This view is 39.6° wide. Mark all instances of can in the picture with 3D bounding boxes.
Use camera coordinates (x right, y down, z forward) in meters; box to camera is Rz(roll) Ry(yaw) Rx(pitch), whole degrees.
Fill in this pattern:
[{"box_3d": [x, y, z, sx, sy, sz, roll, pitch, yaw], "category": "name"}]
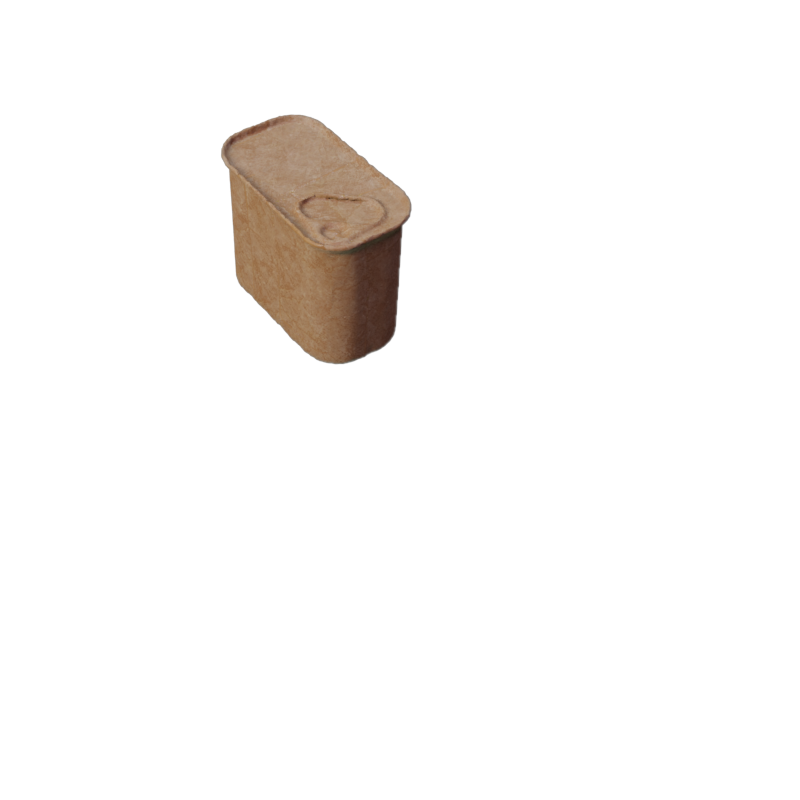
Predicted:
[{"box_3d": [-0.043, -0.079, 0.551, 0.057, 0.078, 0.110, -26, 52, -26], "category": "can"}]
